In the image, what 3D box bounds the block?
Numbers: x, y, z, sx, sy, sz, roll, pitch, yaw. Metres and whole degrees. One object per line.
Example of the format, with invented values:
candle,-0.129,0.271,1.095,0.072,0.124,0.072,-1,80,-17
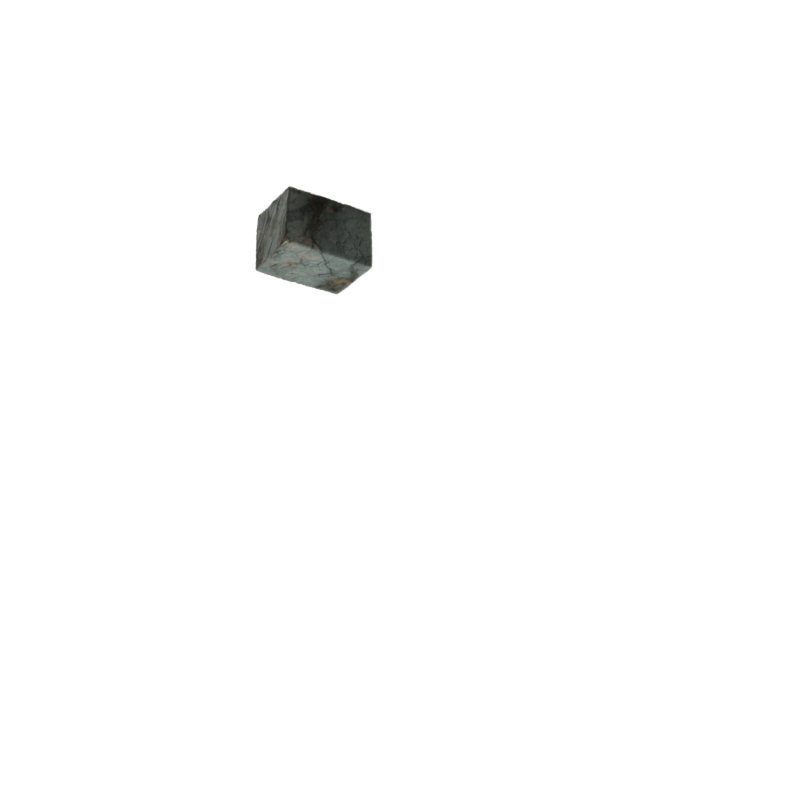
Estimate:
block,-0.068,-0.123,0.863,0.074,0.054,0.052,15,-32,-29
